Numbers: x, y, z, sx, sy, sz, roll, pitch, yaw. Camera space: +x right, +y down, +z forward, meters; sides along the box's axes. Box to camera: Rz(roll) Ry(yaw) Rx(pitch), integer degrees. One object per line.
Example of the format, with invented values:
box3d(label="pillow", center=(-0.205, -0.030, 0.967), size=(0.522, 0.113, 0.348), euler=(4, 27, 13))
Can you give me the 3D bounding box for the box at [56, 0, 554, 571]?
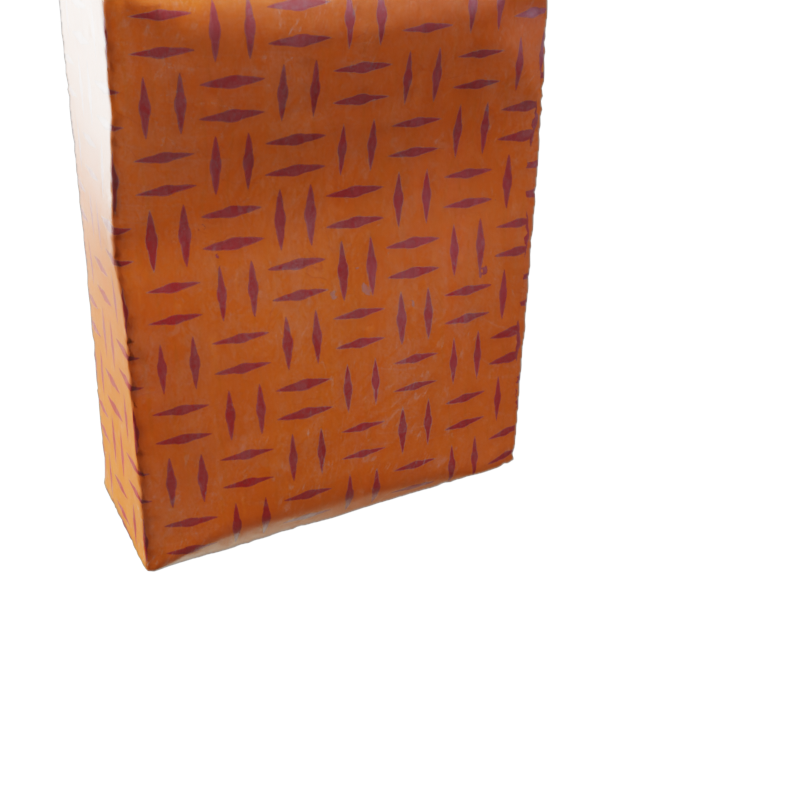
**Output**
box3d(label="box", center=(-0.033, -0.059, 0.416), size=(0.161, 0.203, 0.077), euler=(-12, 28, -24))
